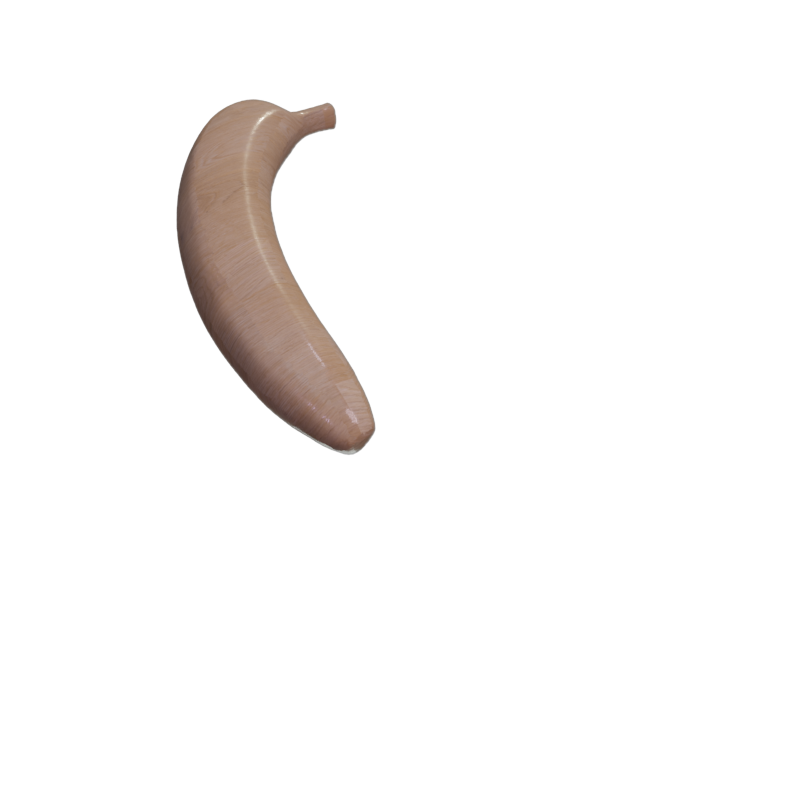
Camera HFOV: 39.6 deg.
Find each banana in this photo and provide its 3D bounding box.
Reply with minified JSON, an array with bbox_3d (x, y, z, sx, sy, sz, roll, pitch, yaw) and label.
[{"bbox_3d":[-0.052,-0.063,0.430,0.069,0.213,0.034,-4,-43,-4],"label":"banana"}]
